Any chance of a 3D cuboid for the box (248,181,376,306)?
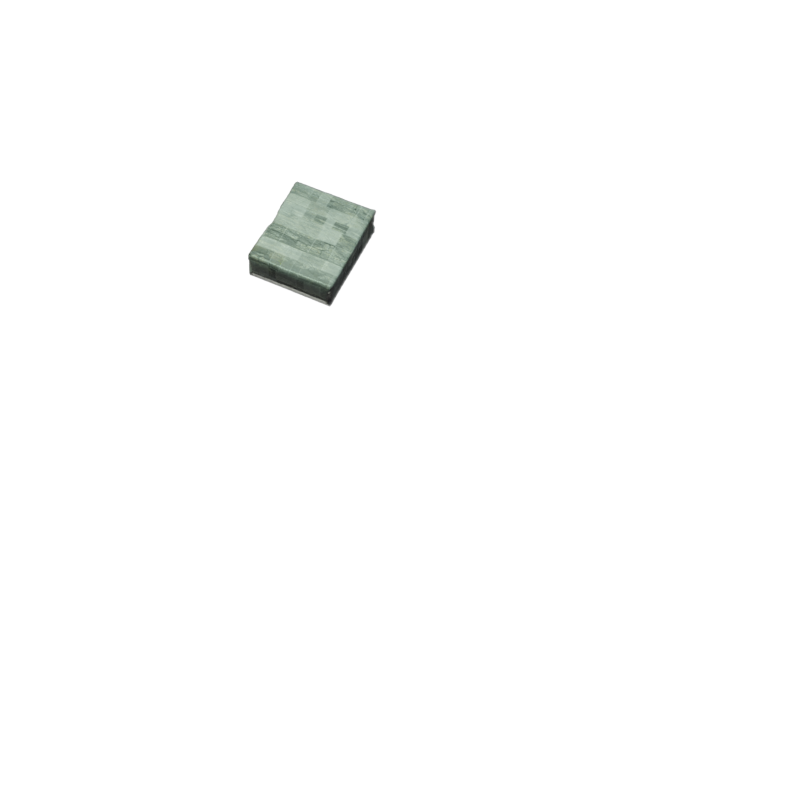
[{"bbox_3d":[-0.070,-0.127,0.890,0.075,0.093,0.028,21,-32,13],"label":"box"}]
